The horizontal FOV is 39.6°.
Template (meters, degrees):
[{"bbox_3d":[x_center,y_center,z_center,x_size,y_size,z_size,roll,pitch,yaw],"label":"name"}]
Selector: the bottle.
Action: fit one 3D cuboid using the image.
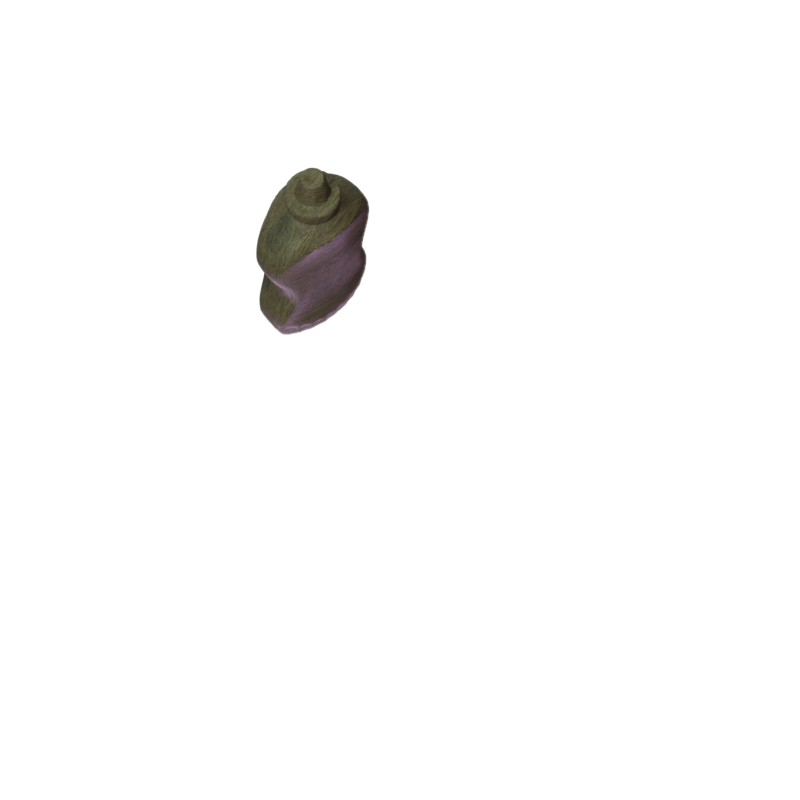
[{"bbox_3d":[-0.068,-0.123,0.858,0.097,0.061,0.182,-38,-14,-16],"label":"bottle"}]
